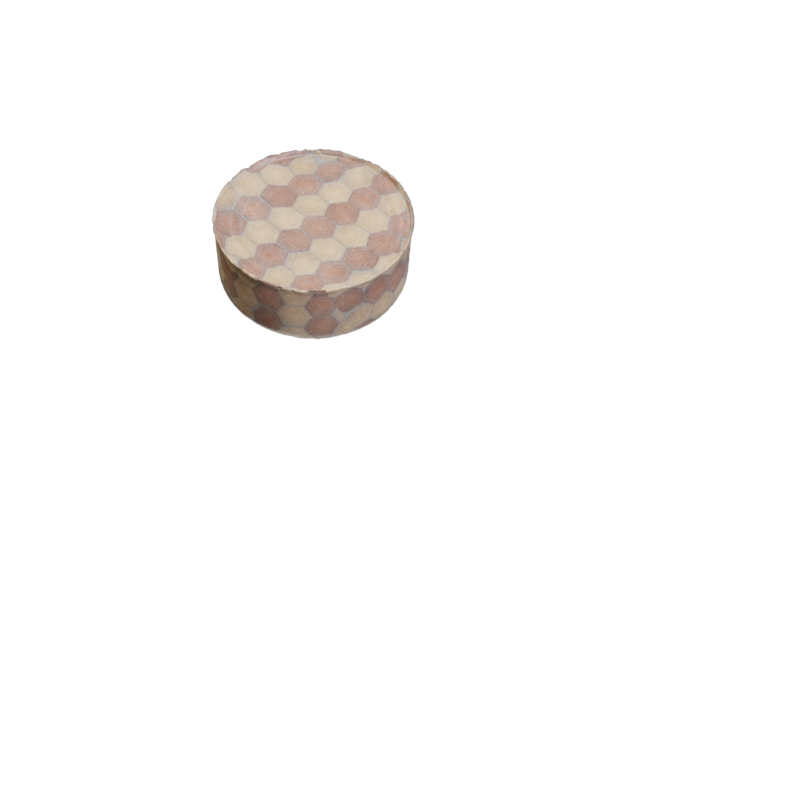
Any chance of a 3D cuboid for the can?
[{"bbox_3d":[-0.038,-0.069,0.482,0.086,0.092,0.031,-1,-40,-1],"label":"can"}]
